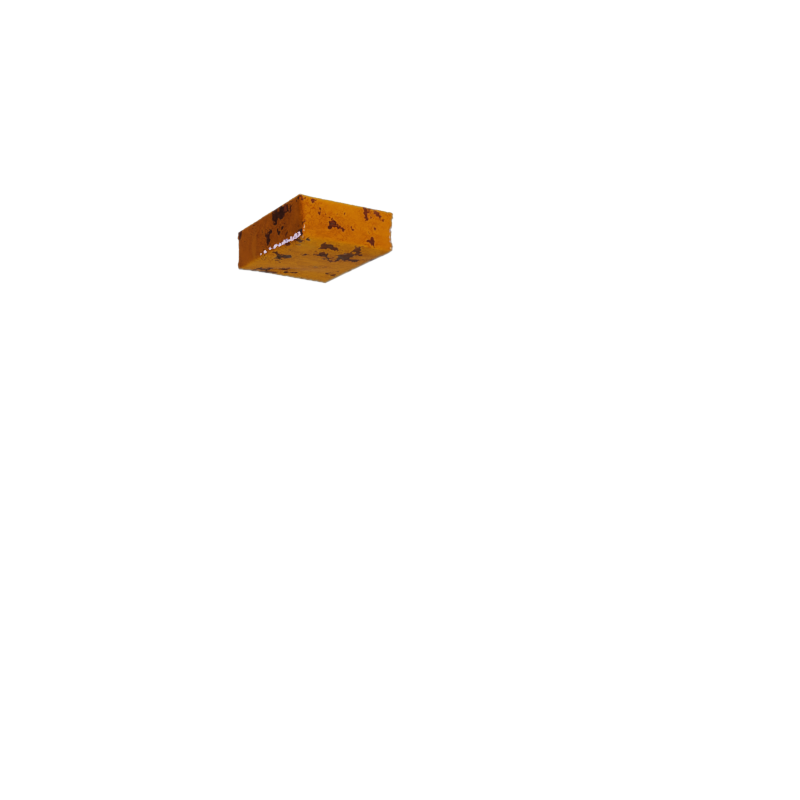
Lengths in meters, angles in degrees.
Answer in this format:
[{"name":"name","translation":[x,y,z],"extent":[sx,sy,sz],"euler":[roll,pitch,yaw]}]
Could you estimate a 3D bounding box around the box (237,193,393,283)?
[{"name":"box","translation":[-0.073,-0.133,0.930],"extent":[0.086,0.040,0.115],"euler":[6,-11,-32]}]
